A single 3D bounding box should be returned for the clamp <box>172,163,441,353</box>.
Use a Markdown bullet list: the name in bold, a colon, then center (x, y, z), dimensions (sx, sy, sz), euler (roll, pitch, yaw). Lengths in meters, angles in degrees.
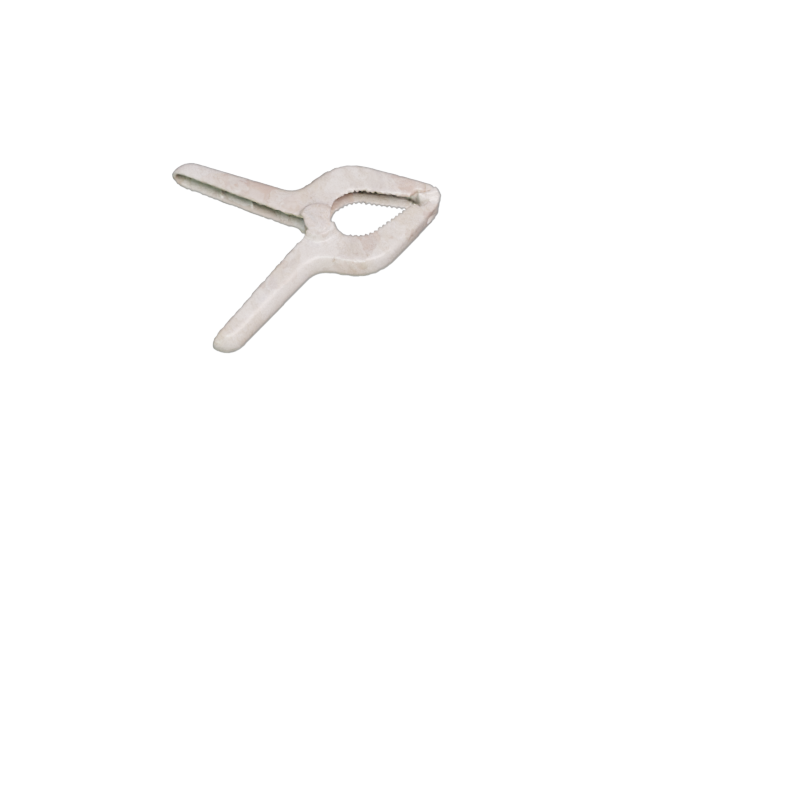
- **clamp**: center (-0.068, -0.125, 0.873), dimensions (0.209, 0.174, 0.034), euler (-8, -23, -4)
